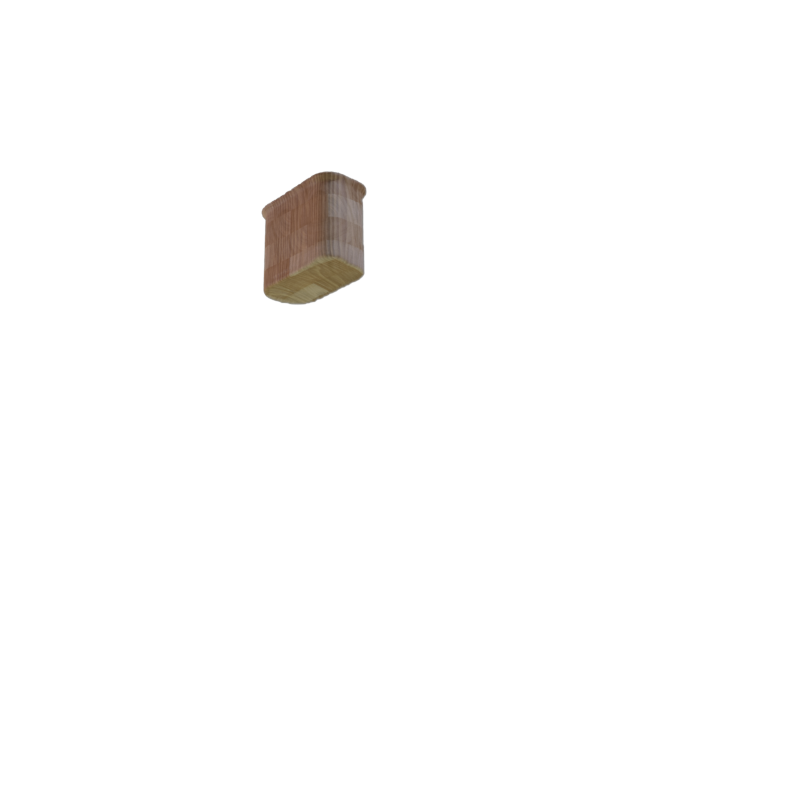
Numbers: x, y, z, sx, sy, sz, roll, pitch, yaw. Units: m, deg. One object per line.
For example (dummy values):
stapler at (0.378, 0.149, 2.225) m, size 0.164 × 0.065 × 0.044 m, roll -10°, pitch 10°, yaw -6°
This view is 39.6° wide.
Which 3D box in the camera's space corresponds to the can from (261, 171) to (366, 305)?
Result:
can at (-0.076, -0.139, 0.970) m, size 0.054 × 0.089 × 0.102 m, roll 21°, pitch -33°, yaw -39°
